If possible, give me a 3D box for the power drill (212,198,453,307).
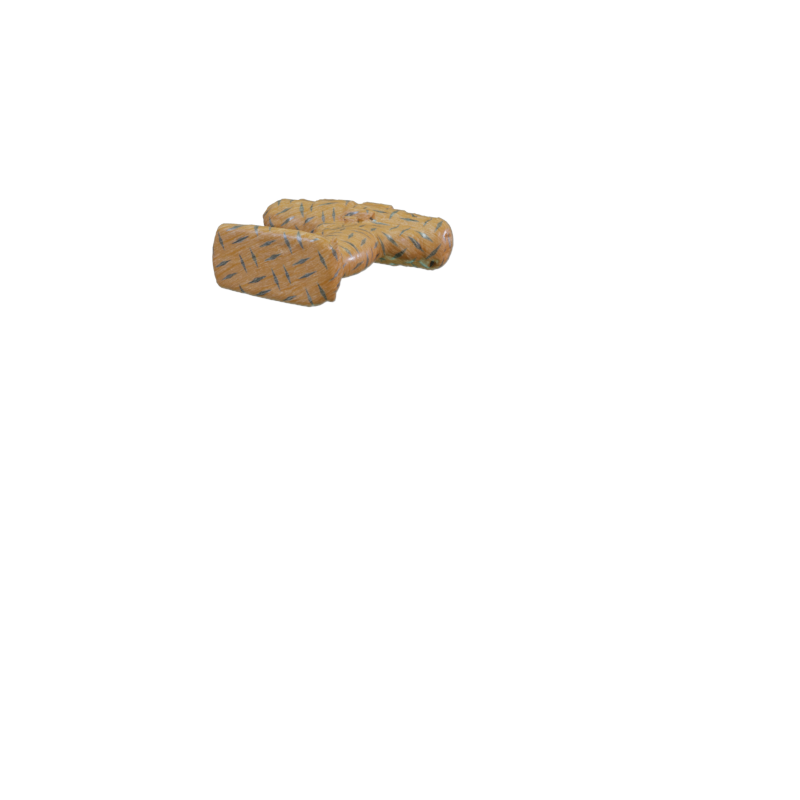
[{"bbox_3d":[-0.072,-0.131,0.920,0.192,0.055,0.187,11,22,28],"label":"power drill"}]
